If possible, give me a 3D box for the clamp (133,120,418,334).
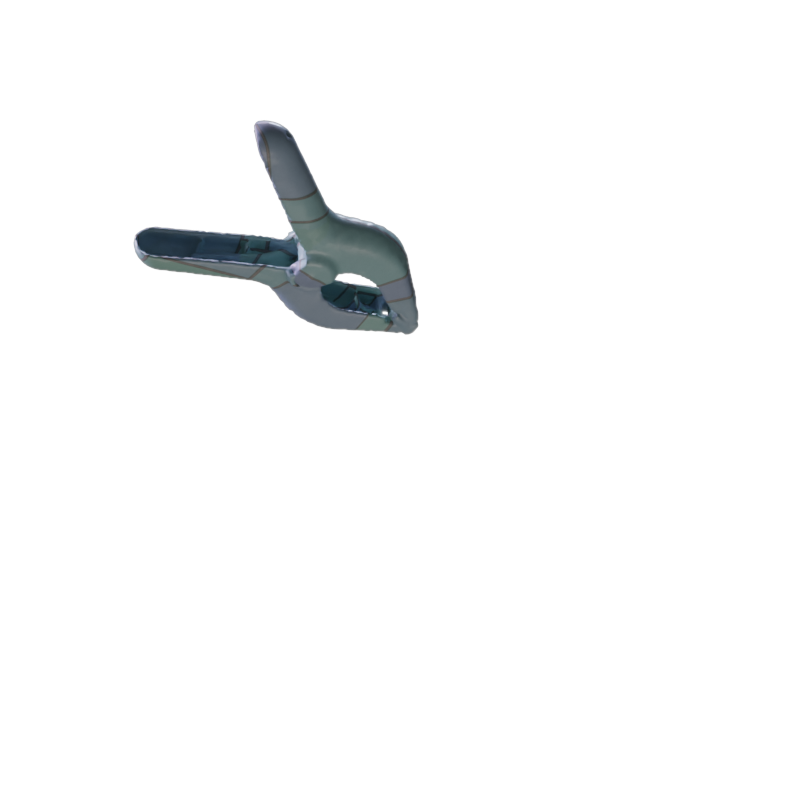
[{"bbox_3d":[-0.048,-0.088,0.619,0.163,0.042,0.118,19,-37,-28],"label":"clamp"}]
